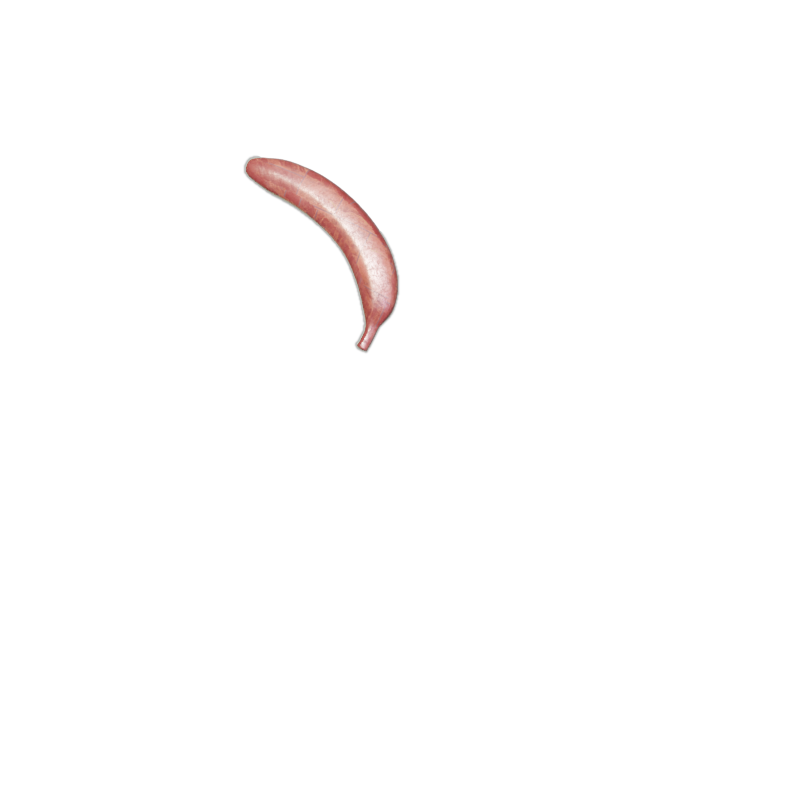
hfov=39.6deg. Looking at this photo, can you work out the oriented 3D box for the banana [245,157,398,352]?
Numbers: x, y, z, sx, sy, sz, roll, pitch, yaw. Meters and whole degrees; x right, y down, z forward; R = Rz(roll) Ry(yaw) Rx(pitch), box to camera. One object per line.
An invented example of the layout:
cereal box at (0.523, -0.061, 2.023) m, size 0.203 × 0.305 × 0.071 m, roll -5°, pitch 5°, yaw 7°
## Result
banana at (-0.056, -0.141, 0.948) m, size 0.069 × 0.206 × 0.035 m, roll -30°, pitch -15°, yaw -9°
